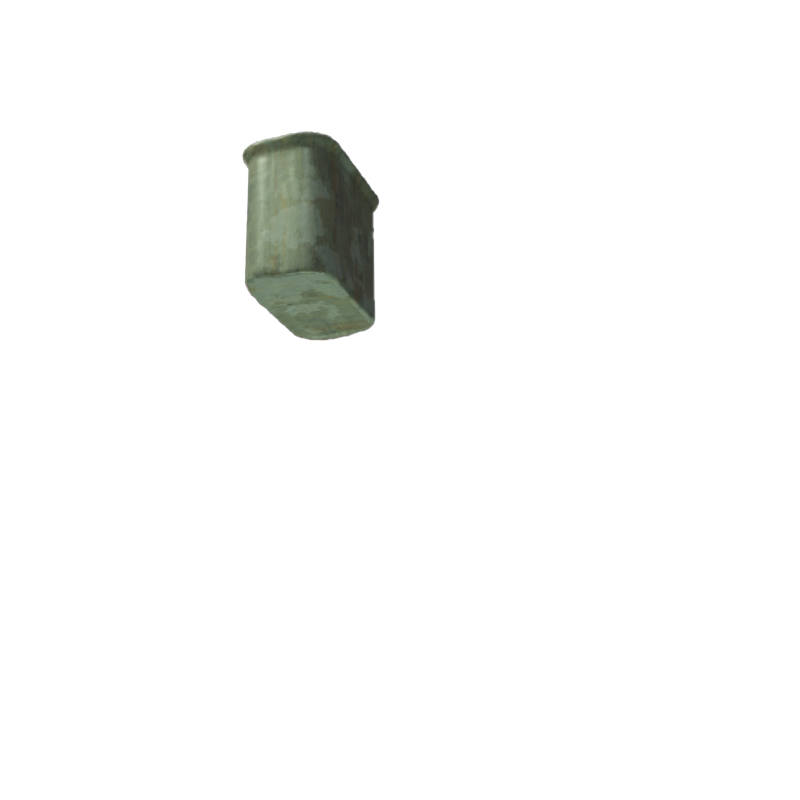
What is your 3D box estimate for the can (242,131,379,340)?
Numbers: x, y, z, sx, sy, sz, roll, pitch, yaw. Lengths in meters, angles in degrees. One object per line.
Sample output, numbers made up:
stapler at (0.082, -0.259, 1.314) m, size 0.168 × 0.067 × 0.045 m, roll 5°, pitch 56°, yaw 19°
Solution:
can at (-0.050, -0.090, 0.633) m, size 0.058 × 0.088 × 0.095 m, roll -9°, pitch -24°, yaw 18°
